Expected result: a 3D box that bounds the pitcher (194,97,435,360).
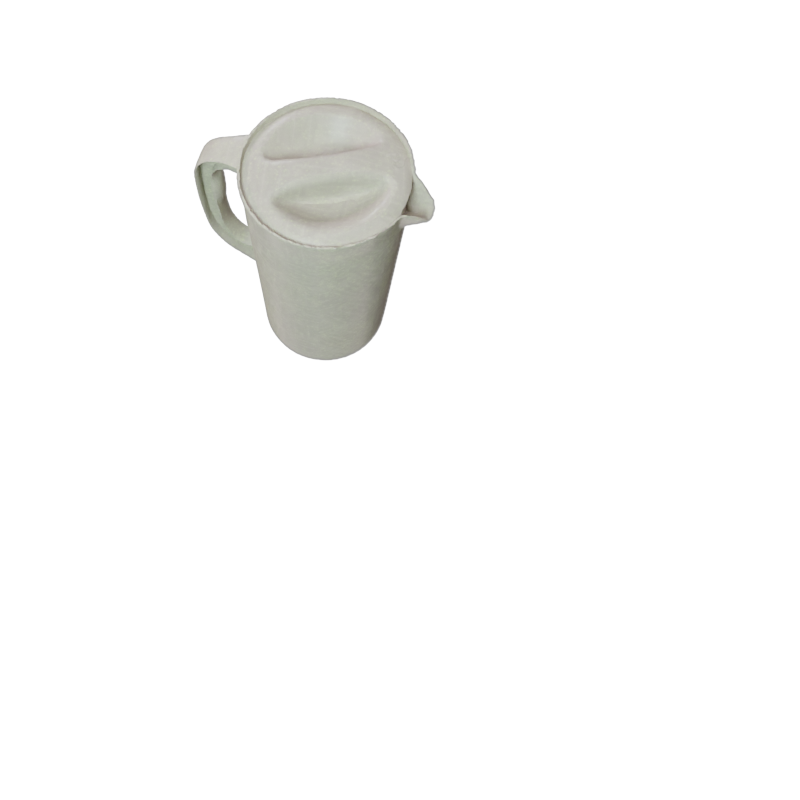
[{"bbox_3d":[-0.072,-0.131,0.916,0.144,0.158,0.230,-26,-21,-14],"label":"pitcher"}]
